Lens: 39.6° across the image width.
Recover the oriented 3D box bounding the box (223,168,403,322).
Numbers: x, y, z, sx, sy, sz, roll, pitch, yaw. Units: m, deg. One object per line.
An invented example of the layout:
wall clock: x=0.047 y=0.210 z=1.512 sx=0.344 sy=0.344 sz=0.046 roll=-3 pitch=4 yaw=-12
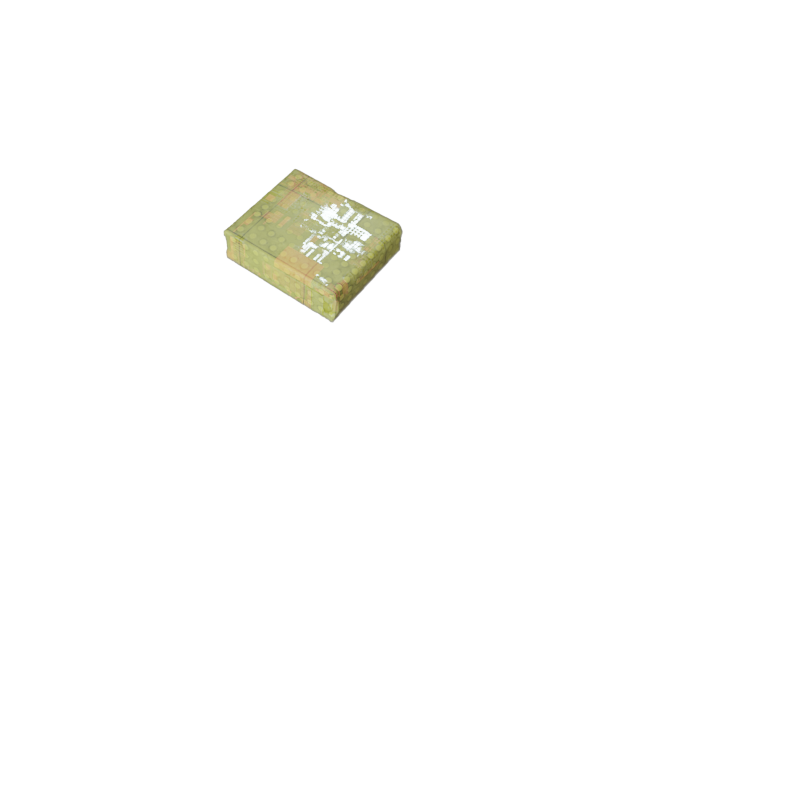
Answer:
box: x=-0.055 y=-0.101 z=0.706 sx=0.094 sy=0.028 sz=0.075 roll=30 pitch=57 yaw=22
